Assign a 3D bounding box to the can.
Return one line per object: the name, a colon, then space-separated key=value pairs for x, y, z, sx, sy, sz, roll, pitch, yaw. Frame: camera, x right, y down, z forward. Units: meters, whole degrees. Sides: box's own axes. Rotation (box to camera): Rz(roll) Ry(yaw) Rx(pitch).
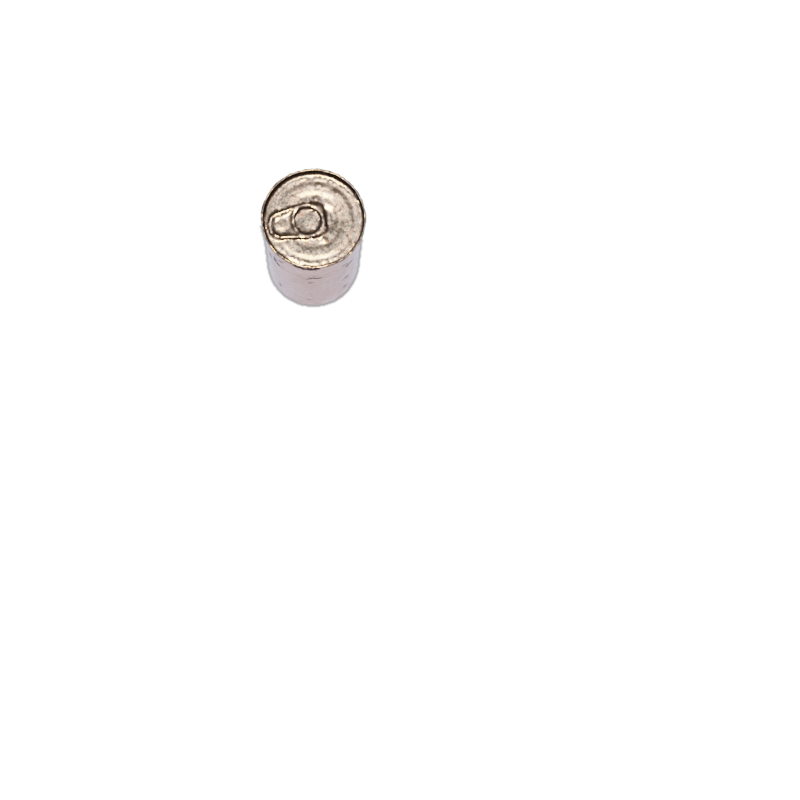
can: x=-0.059 y=-0.108 z=0.759 sx=0.068 sy=0.071 sz=0.099 roll=0 pitch=-13 yaw=-3
